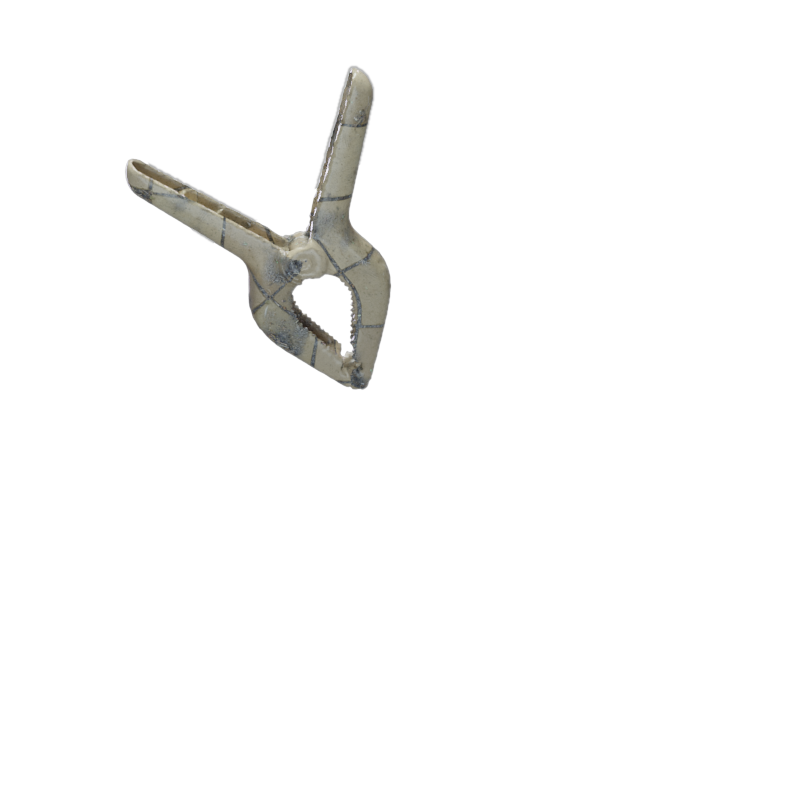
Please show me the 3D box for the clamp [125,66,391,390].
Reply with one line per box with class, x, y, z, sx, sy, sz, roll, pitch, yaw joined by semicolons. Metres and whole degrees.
clamp;-0.056;-0.102;0.717;0.164;0.199;0.038;-27;21;11
